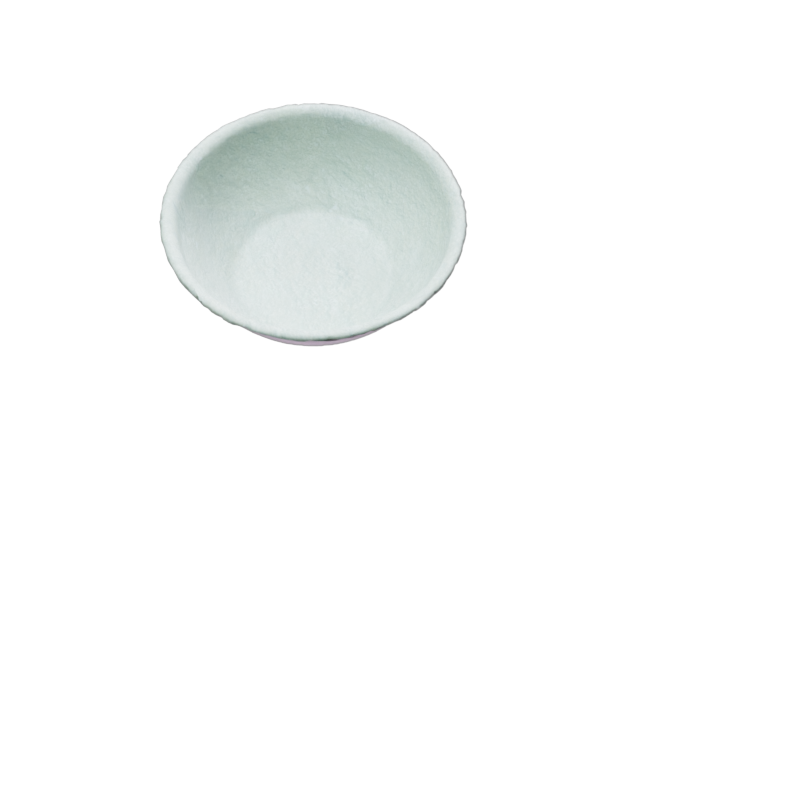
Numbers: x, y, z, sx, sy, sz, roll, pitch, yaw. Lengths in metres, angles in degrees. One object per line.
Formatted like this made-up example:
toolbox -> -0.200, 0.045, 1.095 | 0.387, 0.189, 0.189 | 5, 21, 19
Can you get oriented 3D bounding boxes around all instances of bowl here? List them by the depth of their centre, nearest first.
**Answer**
bowl -> -0.047, -0.086, 0.604 | 0.162, 0.174, 0.051 | -1, -35, -1
